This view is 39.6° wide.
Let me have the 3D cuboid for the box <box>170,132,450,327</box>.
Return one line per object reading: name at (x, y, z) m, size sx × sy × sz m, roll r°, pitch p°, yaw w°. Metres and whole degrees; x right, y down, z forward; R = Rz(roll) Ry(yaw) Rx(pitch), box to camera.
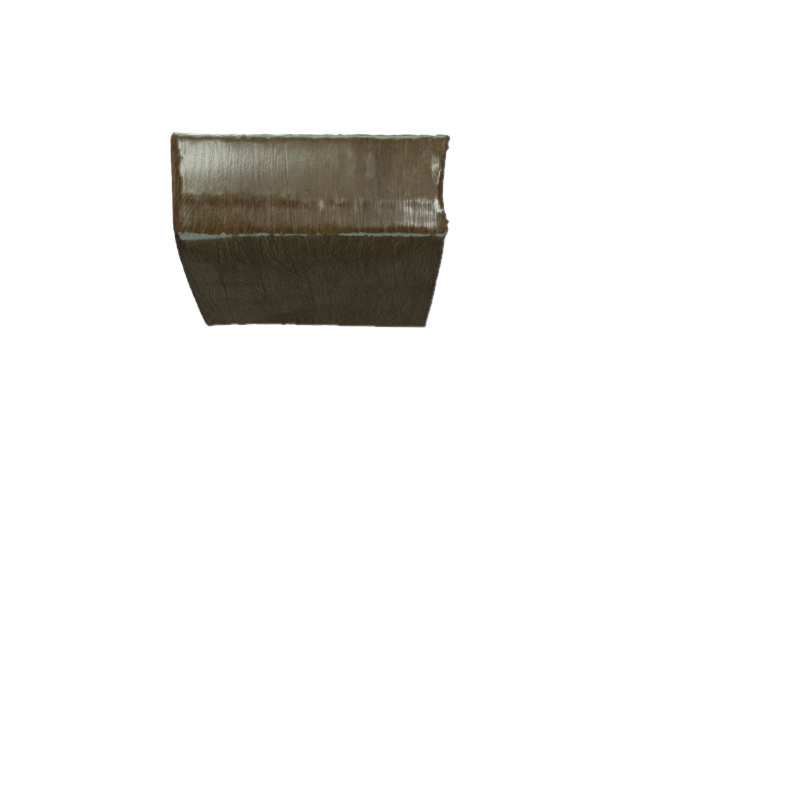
box at (-0.031, -0.057, 0.396) m, size 0.090 × 0.040 × 0.110 m, roll 0°, pitch -11°, yaw -1°
